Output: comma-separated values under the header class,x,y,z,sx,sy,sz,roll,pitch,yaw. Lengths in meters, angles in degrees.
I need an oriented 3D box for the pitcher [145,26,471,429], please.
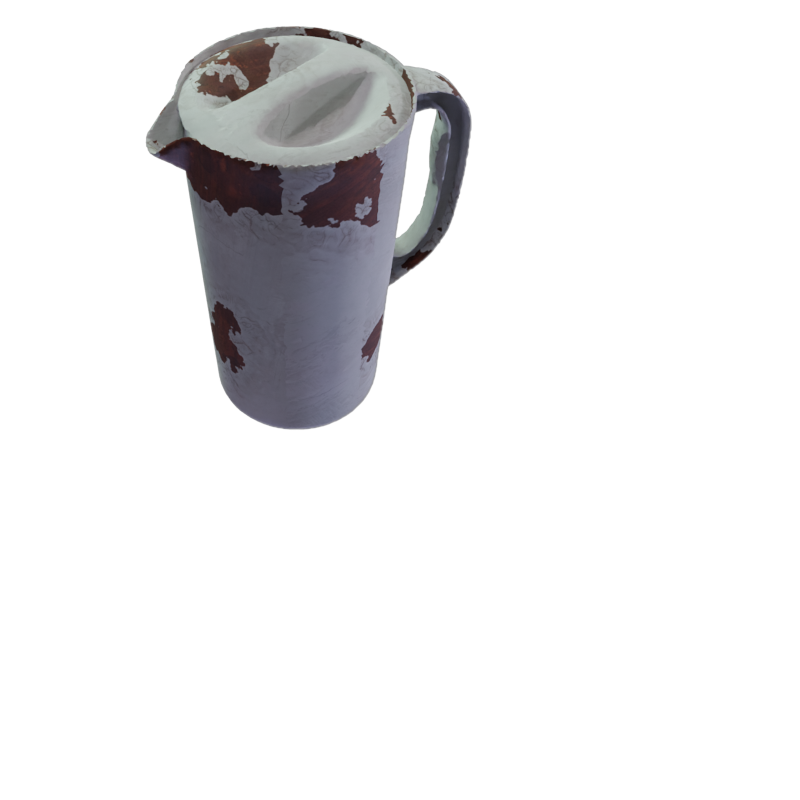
class,x,y,z,sx,sy,sz,roll,pitch,yaw
pitcher,-0.053,-0.097,0.682,0.154,0.226,0.150,20,49,15
